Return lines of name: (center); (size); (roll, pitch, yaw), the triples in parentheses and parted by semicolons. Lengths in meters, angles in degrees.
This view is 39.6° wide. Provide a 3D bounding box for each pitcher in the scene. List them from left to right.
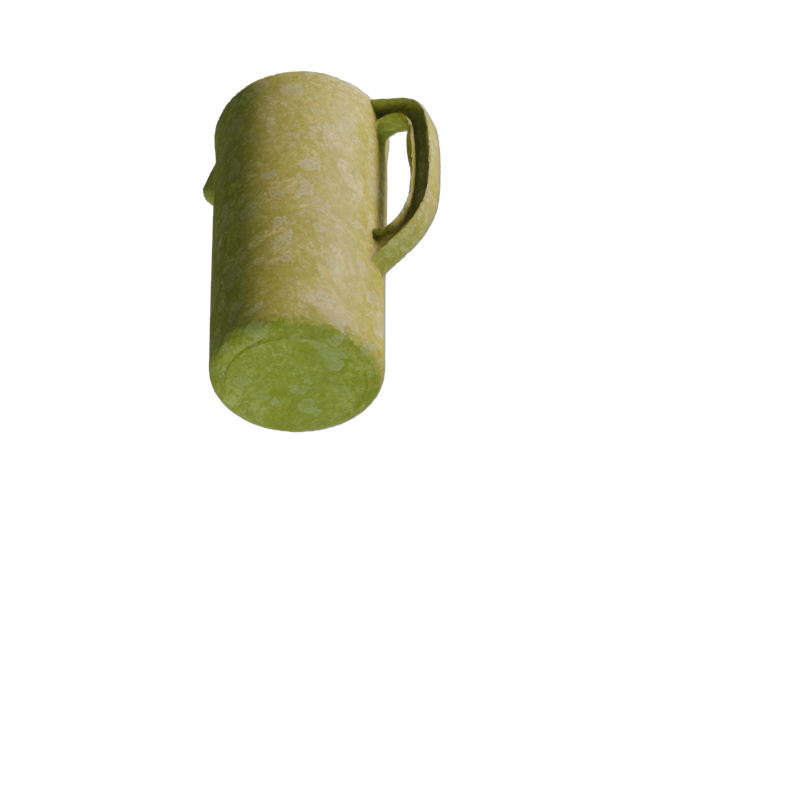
pitcher: (-0.059, -0.107, 0.752); (0.141, 0.261, 0.142); (12, -45, -16)
